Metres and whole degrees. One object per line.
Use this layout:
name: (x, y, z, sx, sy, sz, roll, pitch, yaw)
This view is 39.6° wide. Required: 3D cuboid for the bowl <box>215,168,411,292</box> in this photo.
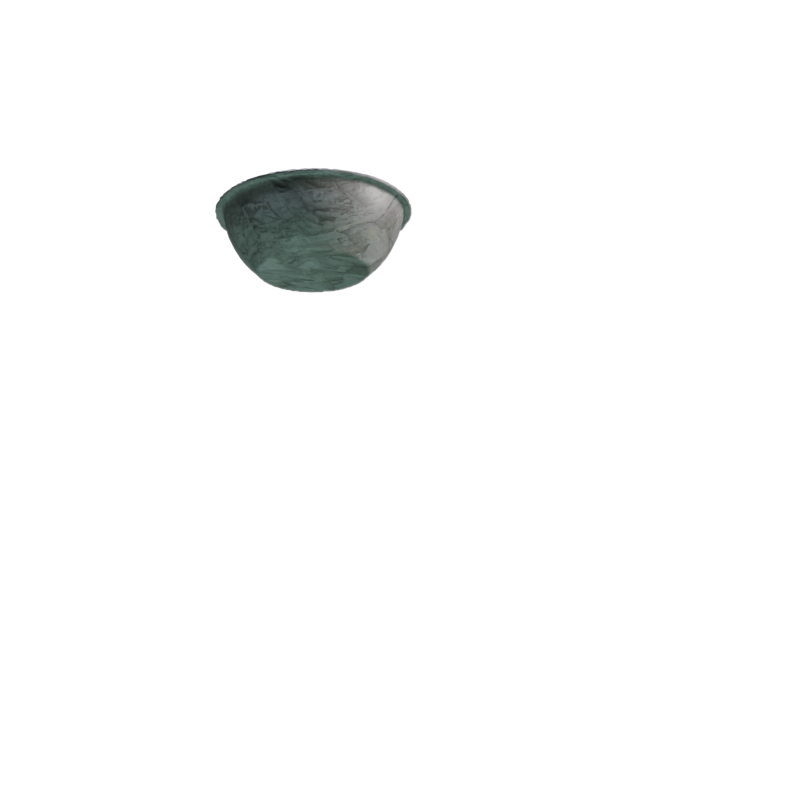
bowl: (-0.071, -0.129, 0.903, 0.162, 0.058, 0.155, 0, -18, -2)
